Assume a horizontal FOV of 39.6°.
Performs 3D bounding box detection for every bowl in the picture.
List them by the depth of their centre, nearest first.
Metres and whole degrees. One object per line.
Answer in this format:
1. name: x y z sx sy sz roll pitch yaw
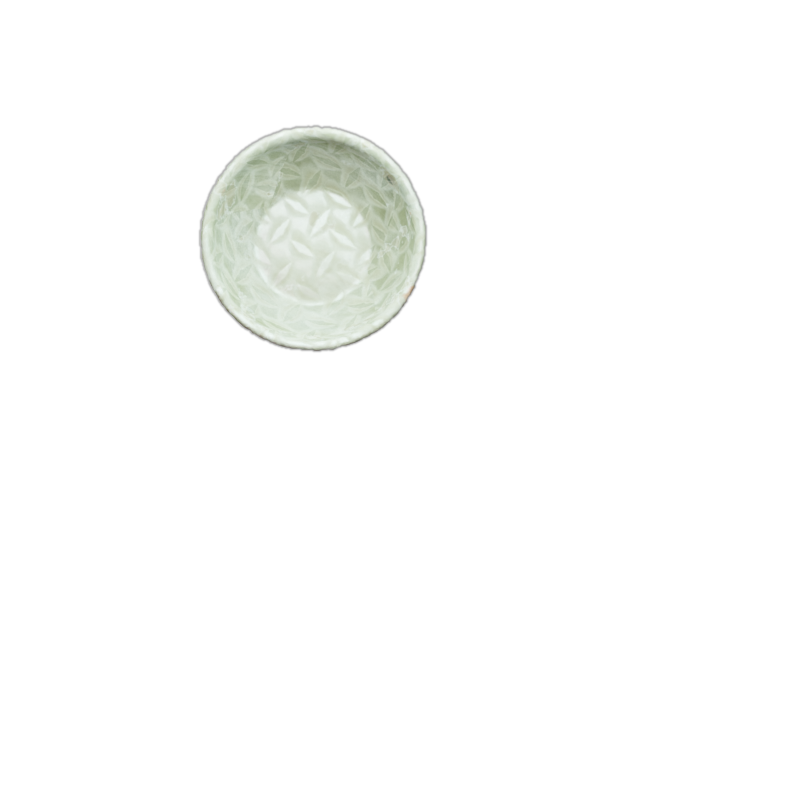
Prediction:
1. bowl: -0.064 -0.116 0.815 0.162 0.165 0.054 0 -6 0
